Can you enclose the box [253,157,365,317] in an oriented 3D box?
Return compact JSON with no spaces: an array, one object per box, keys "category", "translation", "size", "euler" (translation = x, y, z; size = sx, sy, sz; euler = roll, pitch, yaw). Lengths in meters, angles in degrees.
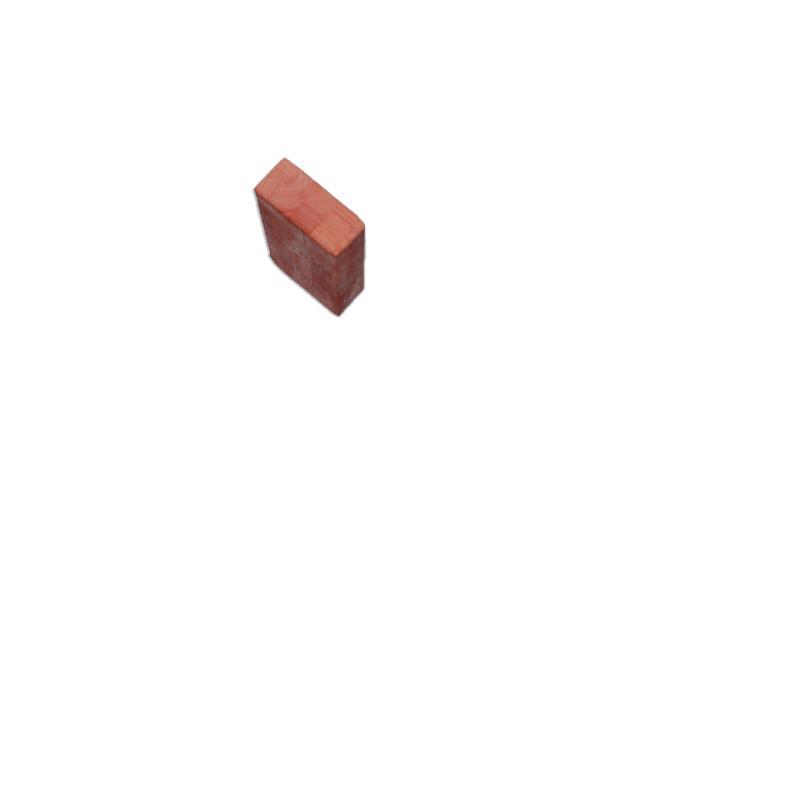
[{"category":"box","translation":[-0.076,-0.139,0.974],"size":[0.096,0.049,0.169],"euler":[41,-13,8]}]
